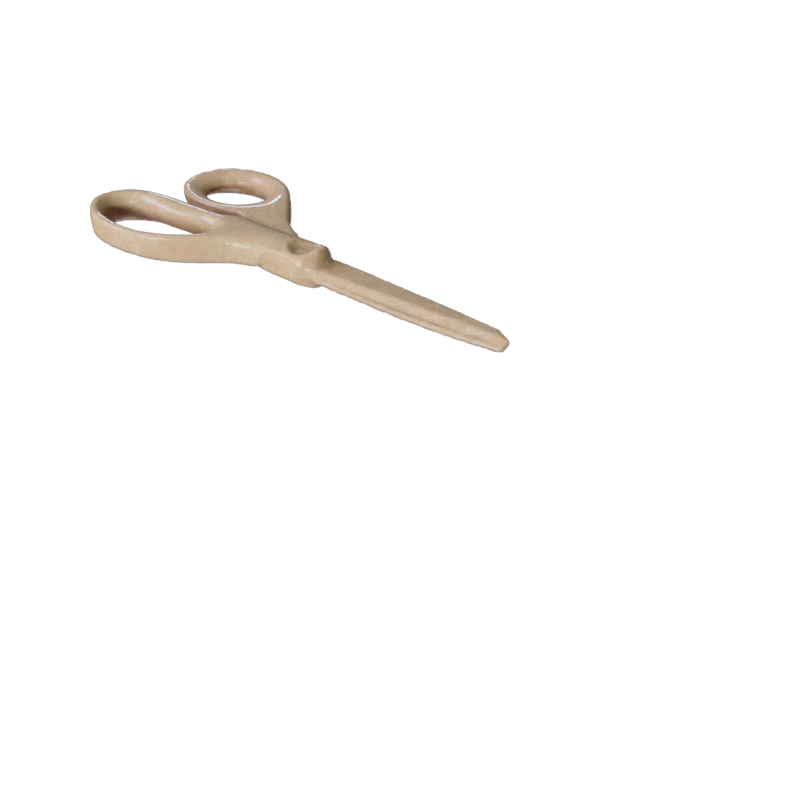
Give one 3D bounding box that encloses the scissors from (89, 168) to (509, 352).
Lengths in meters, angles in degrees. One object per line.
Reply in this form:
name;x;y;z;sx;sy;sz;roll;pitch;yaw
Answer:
scissors;-0.036;-0.065;0.458;0.210;0.015;0.098;15;34;24
